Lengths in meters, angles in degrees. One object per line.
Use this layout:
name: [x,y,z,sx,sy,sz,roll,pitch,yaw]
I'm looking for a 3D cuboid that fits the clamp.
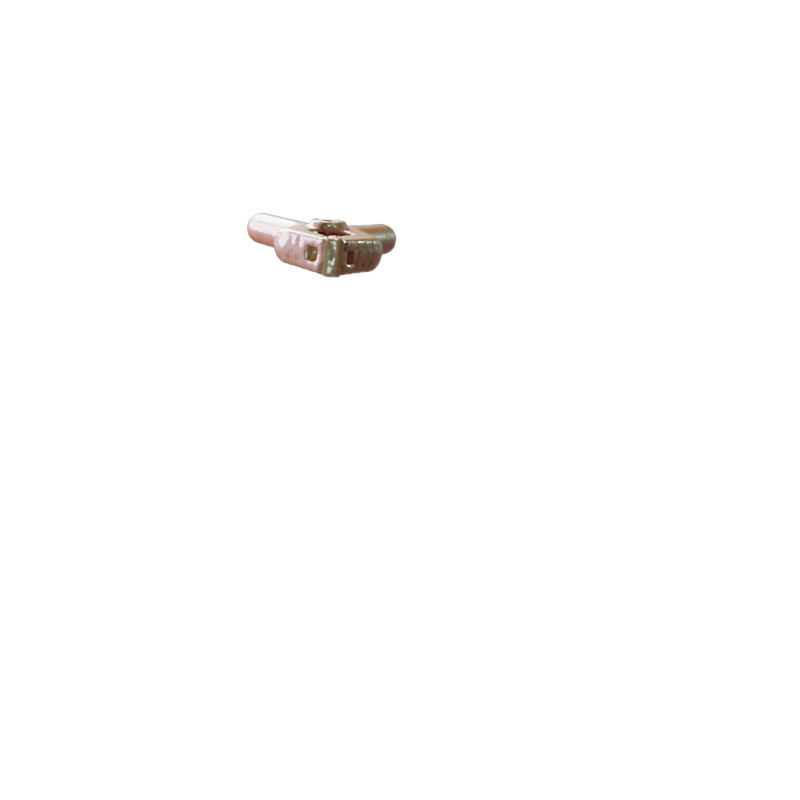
clamp: [-0.066,-0.120,0.838,0.121,0.038,0.173,1,11,3]
